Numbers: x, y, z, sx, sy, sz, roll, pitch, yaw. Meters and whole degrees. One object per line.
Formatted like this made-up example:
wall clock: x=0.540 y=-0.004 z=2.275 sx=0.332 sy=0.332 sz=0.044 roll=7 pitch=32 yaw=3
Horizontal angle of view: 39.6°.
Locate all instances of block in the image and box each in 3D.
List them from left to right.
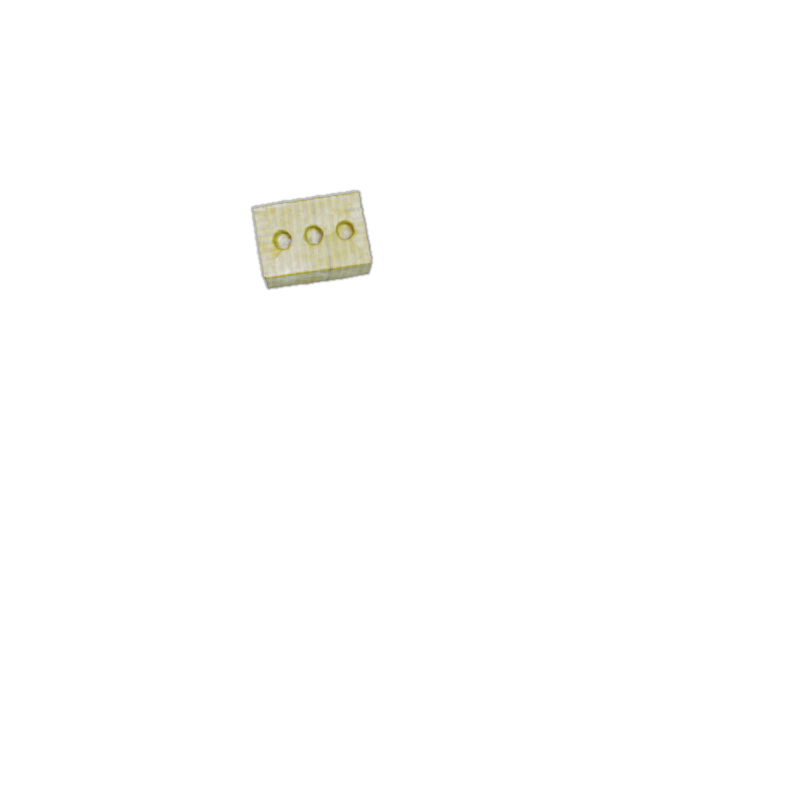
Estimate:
block: x=-0.061 y=-0.112 z=0.784 sx=0.078 sy=0.054 sz=0.050 roll=-10 pitch=-7 yaw=-3
